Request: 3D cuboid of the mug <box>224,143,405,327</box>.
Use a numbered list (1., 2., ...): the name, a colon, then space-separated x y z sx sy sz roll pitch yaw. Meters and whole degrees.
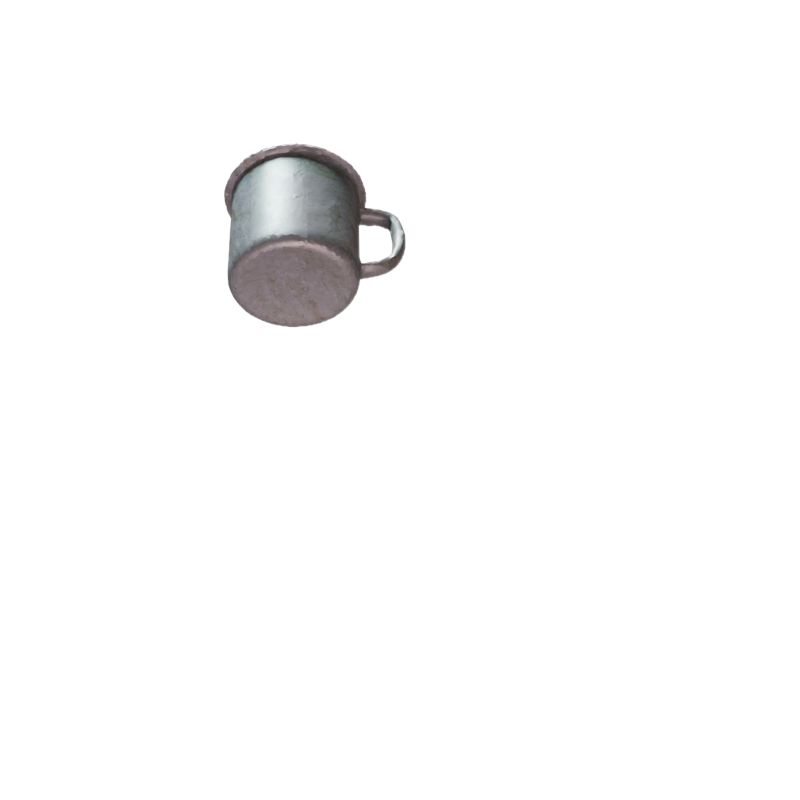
1. mug: -0.055 -0.100 0.701 0.116 0.087 0.087 4 -42 -6
